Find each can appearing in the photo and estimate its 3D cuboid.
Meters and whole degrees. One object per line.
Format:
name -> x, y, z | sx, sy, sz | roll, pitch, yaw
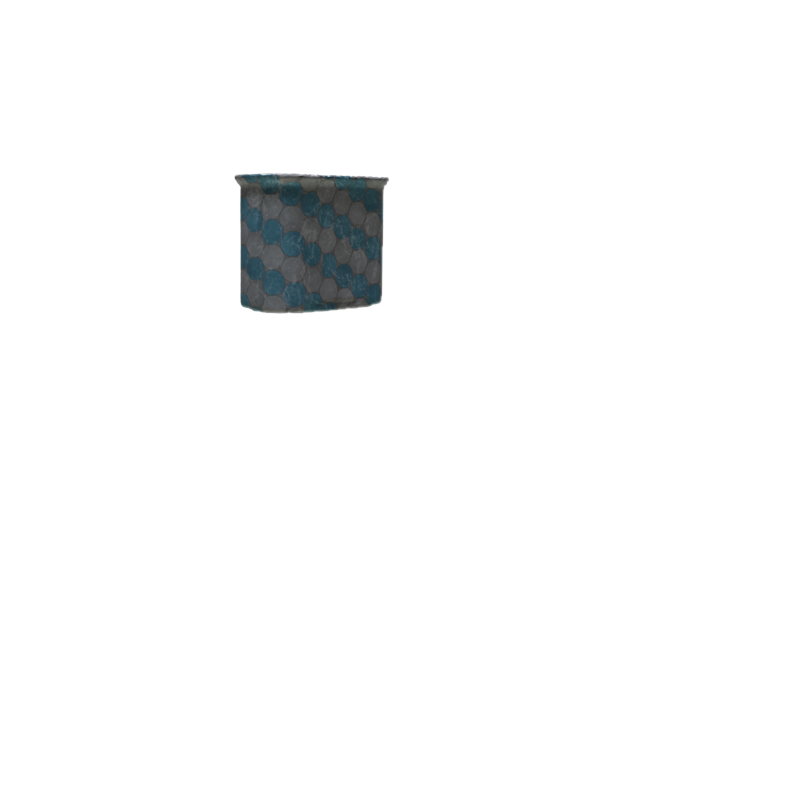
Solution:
can -> -0.055, -0.100, 0.702 | 0.060, 0.083, 0.098 | 4, 8, 44
